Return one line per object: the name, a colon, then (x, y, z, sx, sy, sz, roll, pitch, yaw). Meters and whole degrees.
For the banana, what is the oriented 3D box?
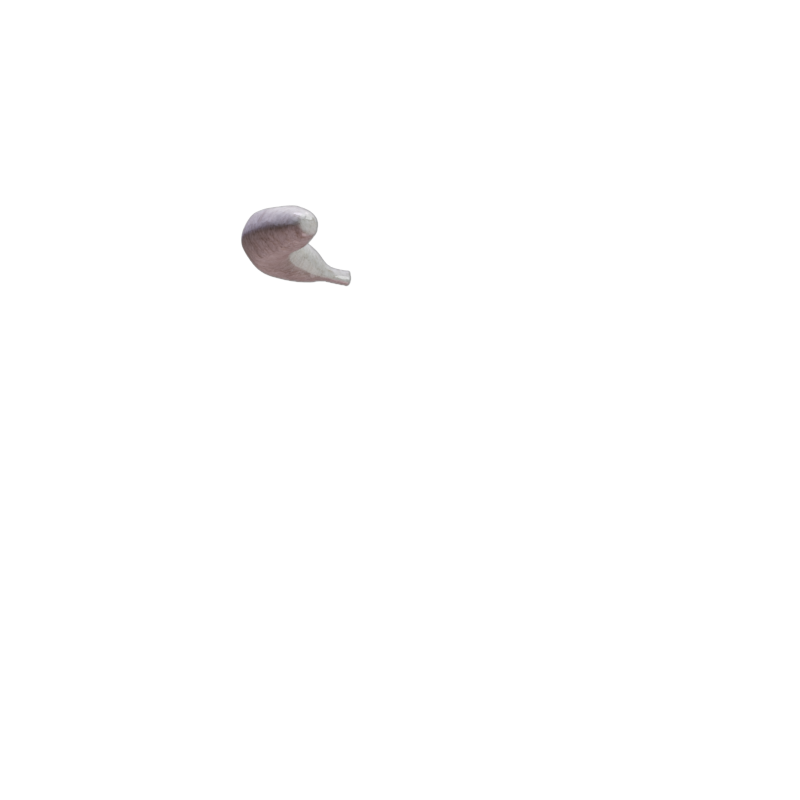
banana: (-0.080, -0.112, 0.792, 0.070, 0.037, 0.193, -1, -3, 5)
